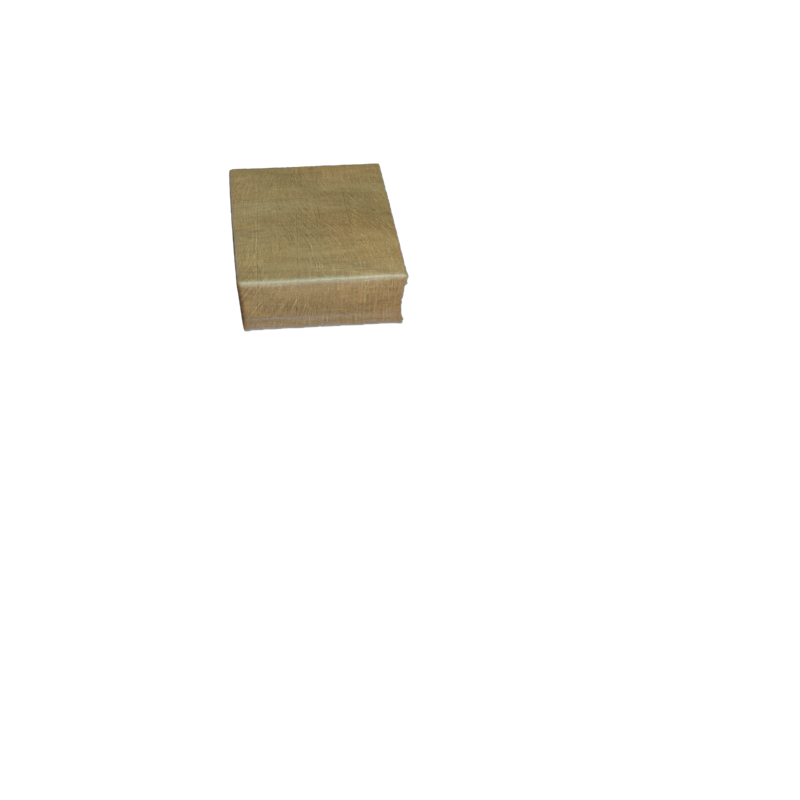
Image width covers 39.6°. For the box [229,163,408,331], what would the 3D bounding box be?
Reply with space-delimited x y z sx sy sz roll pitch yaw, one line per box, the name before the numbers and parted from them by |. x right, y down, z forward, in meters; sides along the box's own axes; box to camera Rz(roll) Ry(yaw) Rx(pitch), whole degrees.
box | -0.049 -0.089 0.621 0.089 0.036 0.122 -5 43 -6
